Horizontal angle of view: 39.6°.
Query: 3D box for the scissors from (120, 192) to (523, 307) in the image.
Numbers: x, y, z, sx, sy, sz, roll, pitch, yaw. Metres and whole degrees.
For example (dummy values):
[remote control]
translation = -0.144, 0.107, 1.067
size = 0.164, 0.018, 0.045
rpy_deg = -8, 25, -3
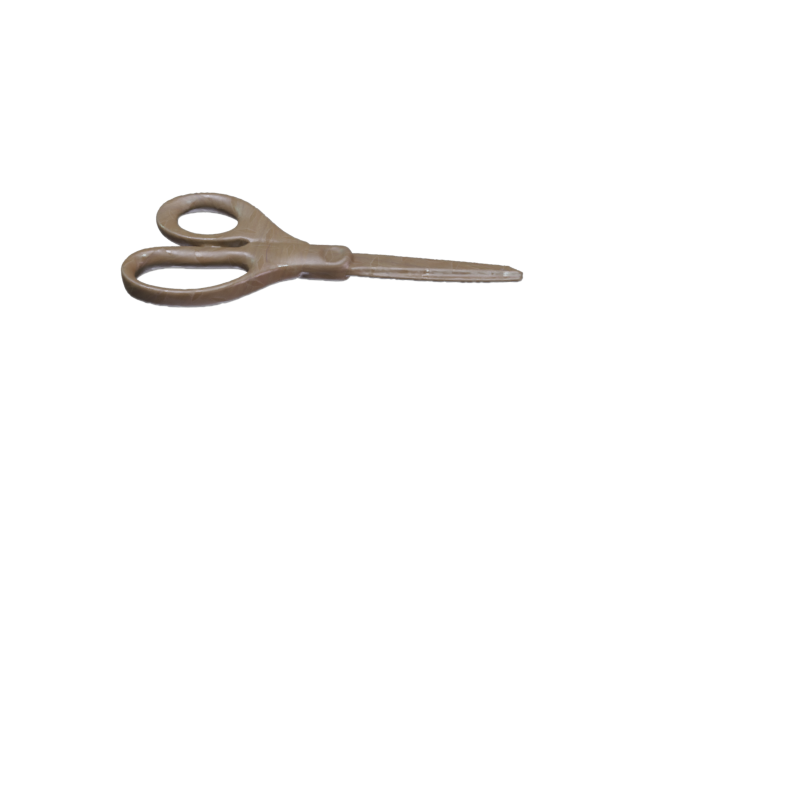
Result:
[scissors]
translation = -0.046, -0.084, 0.587
size = 0.200, 0.015, 0.104
rpy_deg = -7, 43, -7
